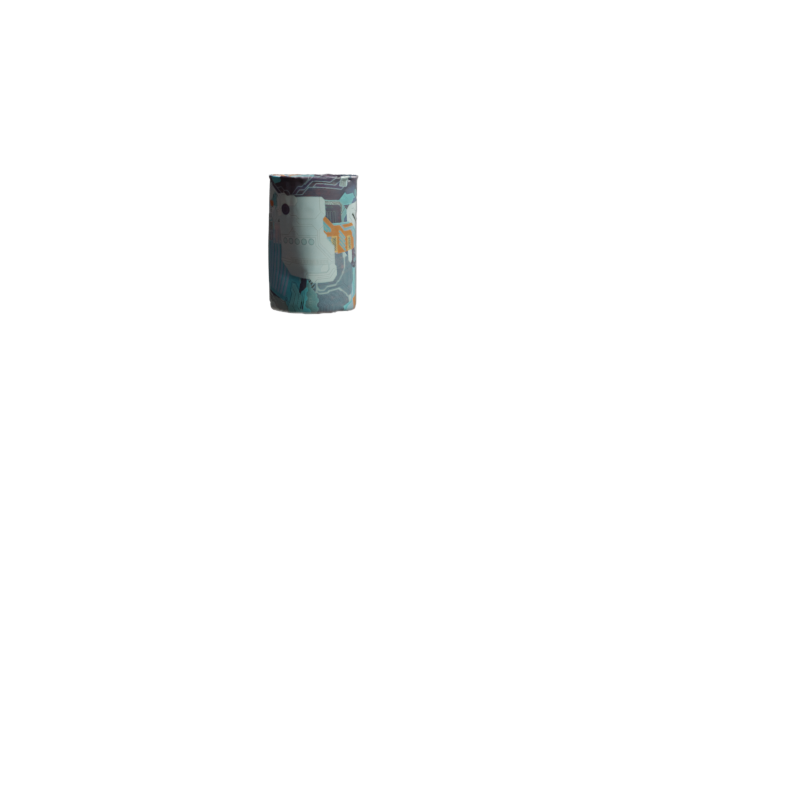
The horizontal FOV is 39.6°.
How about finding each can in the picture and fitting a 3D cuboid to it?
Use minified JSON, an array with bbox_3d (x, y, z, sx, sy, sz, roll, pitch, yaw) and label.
[{"bbox_3d":[-0.066,-0.120,0.843,0.068,0.101,0.070,0,7,-2],"label":"can"}]
